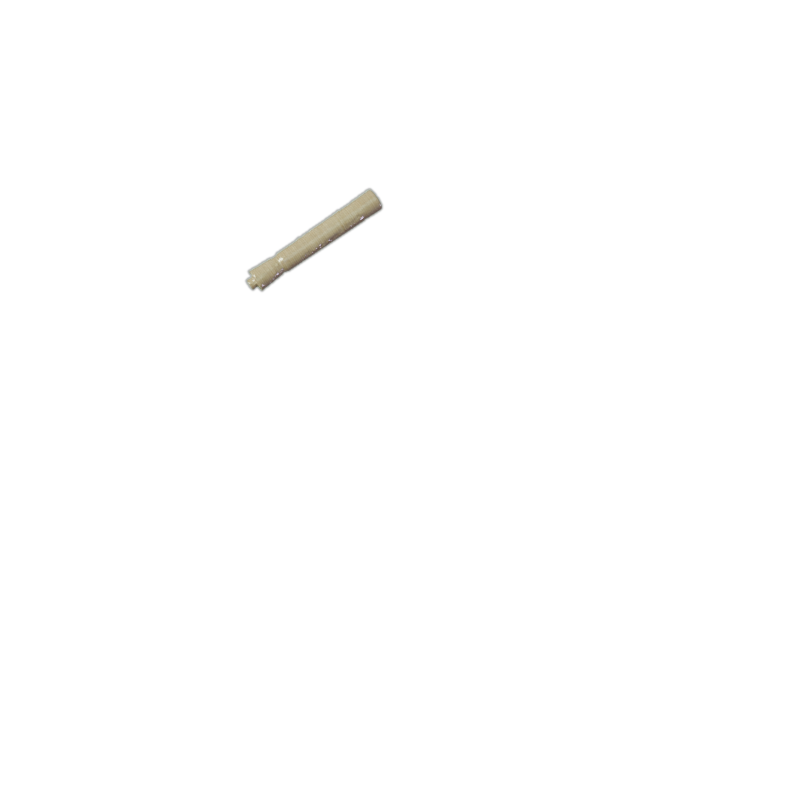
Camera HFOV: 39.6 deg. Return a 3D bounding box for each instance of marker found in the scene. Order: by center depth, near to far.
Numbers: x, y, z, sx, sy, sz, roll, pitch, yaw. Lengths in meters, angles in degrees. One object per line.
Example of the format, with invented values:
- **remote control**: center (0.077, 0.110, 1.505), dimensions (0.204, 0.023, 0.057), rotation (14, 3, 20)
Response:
- **marker**: center (-0.067, -0.123, 0.862), dimensions (0.121, 0.019, 0.020), rotation (-35, 11, -8)
